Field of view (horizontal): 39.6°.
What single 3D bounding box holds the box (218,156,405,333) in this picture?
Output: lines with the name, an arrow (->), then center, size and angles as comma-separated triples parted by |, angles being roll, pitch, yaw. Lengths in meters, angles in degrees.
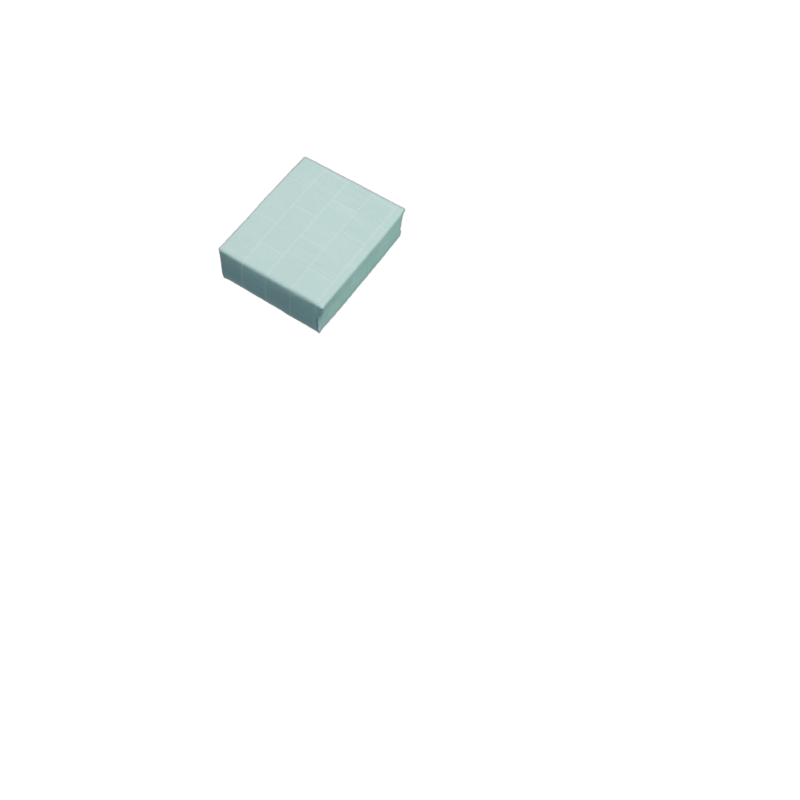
box -> -0.063, -0.115, 0.807 | 0.094, 0.117, 0.036 | 28, -30, 17
